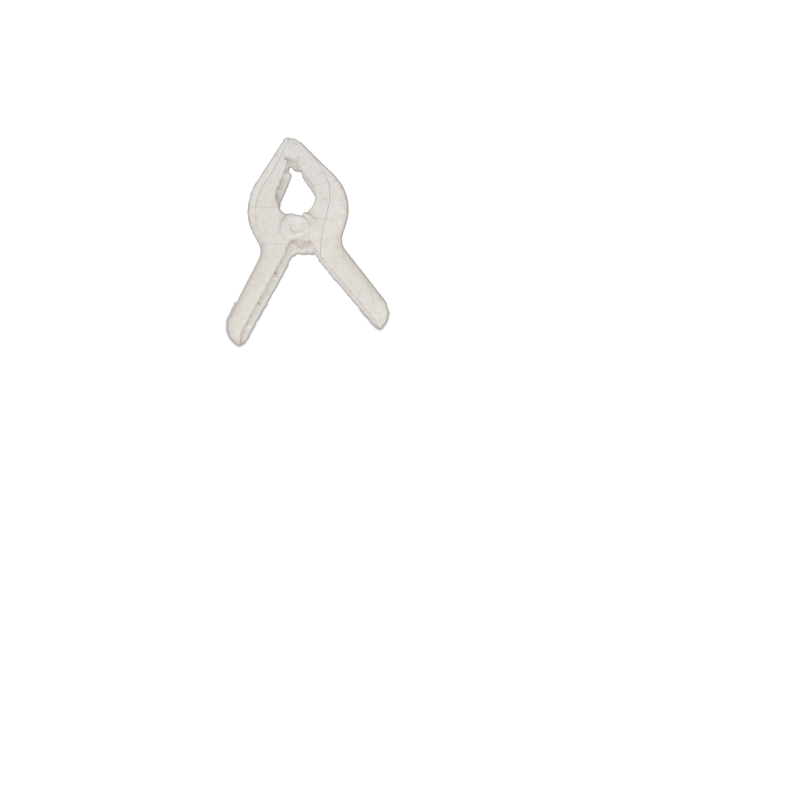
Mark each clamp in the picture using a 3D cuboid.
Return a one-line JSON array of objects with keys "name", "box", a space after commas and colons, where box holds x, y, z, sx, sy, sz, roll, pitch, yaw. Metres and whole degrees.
[{"name": "clamp", "box": [-0.067, -0.122, 0.856, 0.120, 0.180, 0.037, 3, -21, 1]}]
